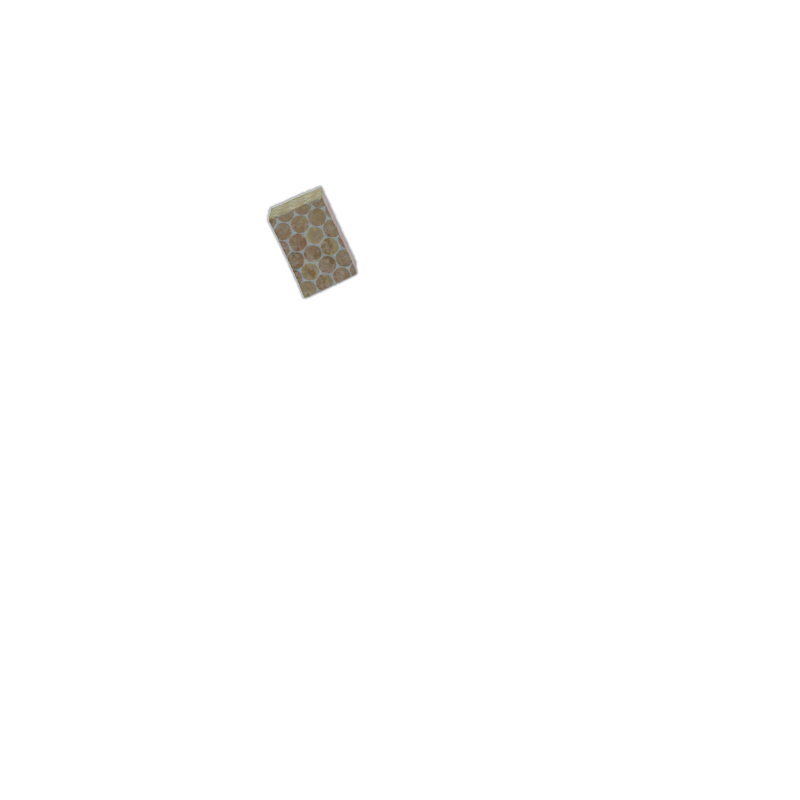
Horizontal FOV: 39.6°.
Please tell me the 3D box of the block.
[{"bbox_3d":[-0.076,-0.139,0.973,0.053,0.075,0.053,-23,14,4],"label":"block"}]
